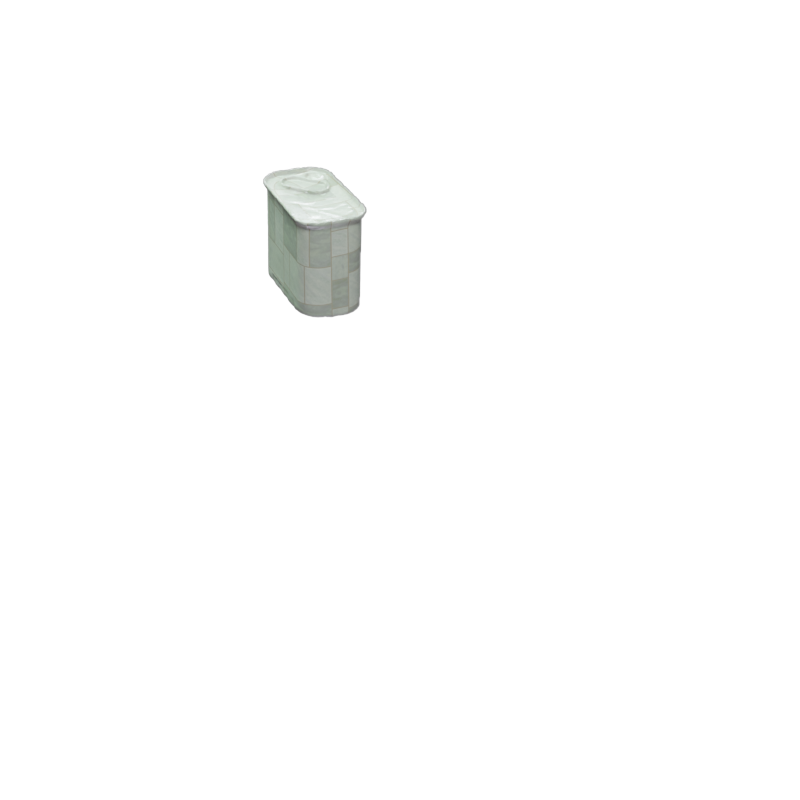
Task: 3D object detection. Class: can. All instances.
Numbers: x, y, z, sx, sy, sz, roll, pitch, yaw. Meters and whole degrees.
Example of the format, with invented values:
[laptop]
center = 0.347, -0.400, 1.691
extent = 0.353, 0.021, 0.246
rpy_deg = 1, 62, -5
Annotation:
[can]
center = -0.068, -0.123, 0.863
extent = 0.056, 0.079, 0.110
rpy_deg = -11, 34, -21
